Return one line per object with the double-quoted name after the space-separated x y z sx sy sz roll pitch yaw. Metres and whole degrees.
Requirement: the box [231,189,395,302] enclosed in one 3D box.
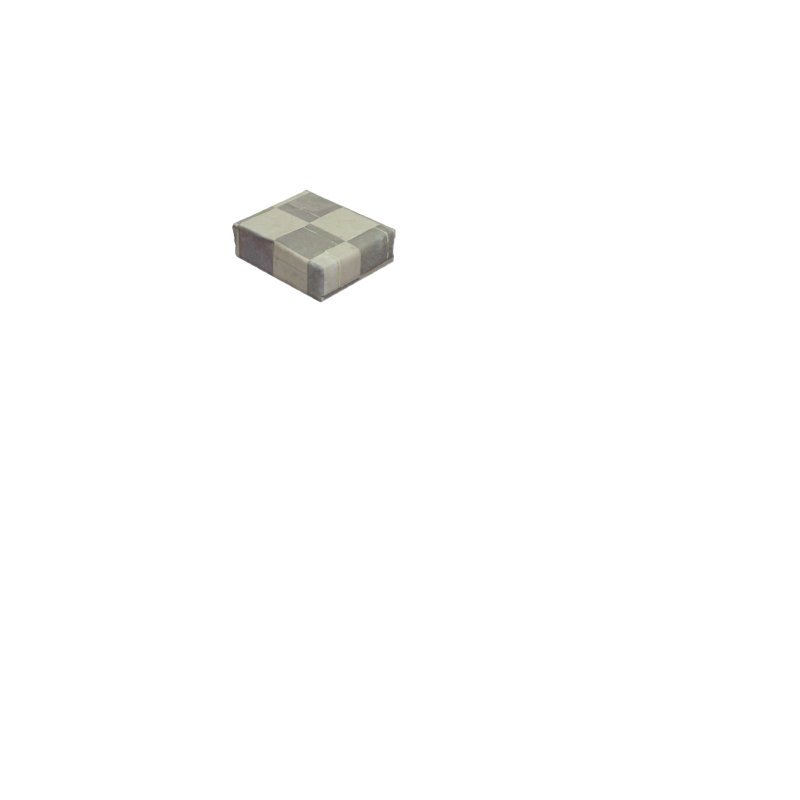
-0.060 -0.109 0.765 0.095 0.028 0.073 29 45 34 "box"
